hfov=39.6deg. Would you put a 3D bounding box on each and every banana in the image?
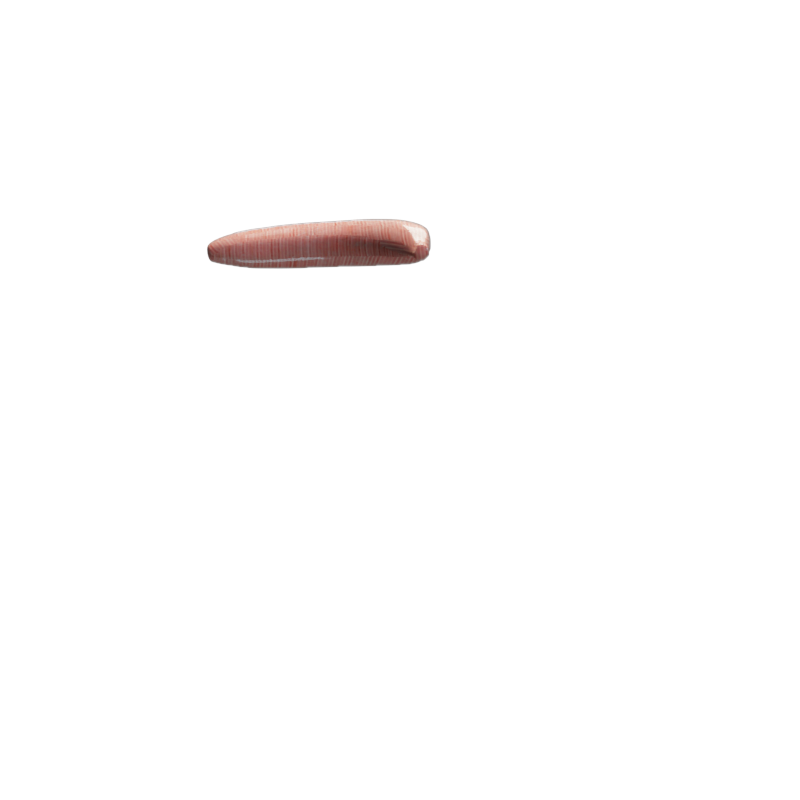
[{"bbox_3d":[-0.054,-0.122,0.859,0.205,0.037,0.067,2,3,31],"label":"banana"}]
